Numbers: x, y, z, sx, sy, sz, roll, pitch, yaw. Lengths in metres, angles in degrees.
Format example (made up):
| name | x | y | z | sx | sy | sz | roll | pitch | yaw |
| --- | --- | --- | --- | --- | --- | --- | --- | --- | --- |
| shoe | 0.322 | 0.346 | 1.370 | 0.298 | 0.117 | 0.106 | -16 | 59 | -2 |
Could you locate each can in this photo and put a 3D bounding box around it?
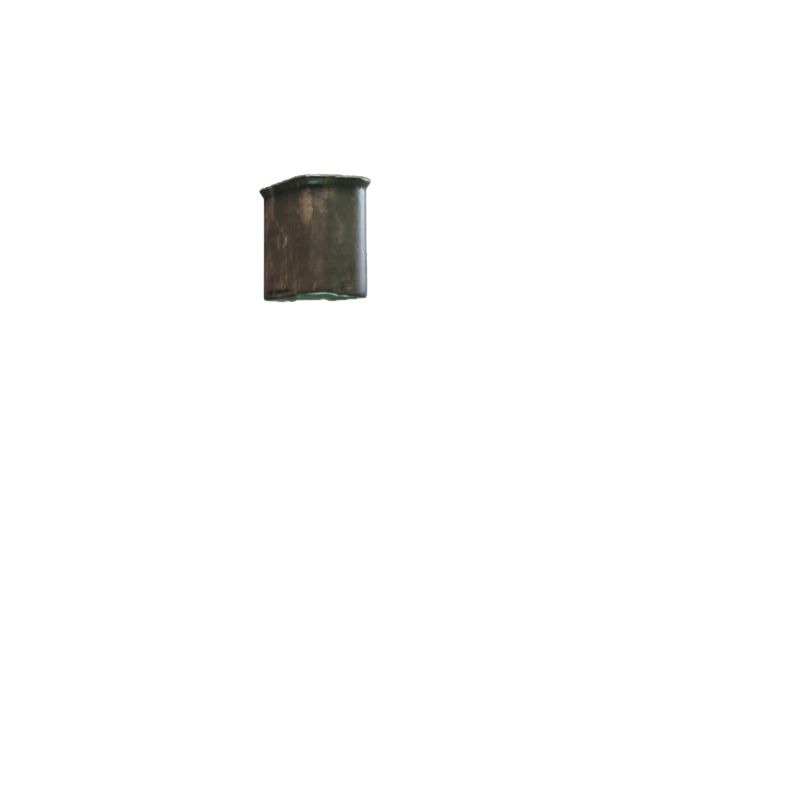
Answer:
| name | x | y | z | sx | sy | sz | roll | pitch | yaw |
| --- | --- | --- | --- | --- | --- | --- | --- | --- | --- |
| can | -0.062 | -0.114 | 0.798 | 0.056 | 0.085 | 0.104 | 1 | -1 | -26 |
